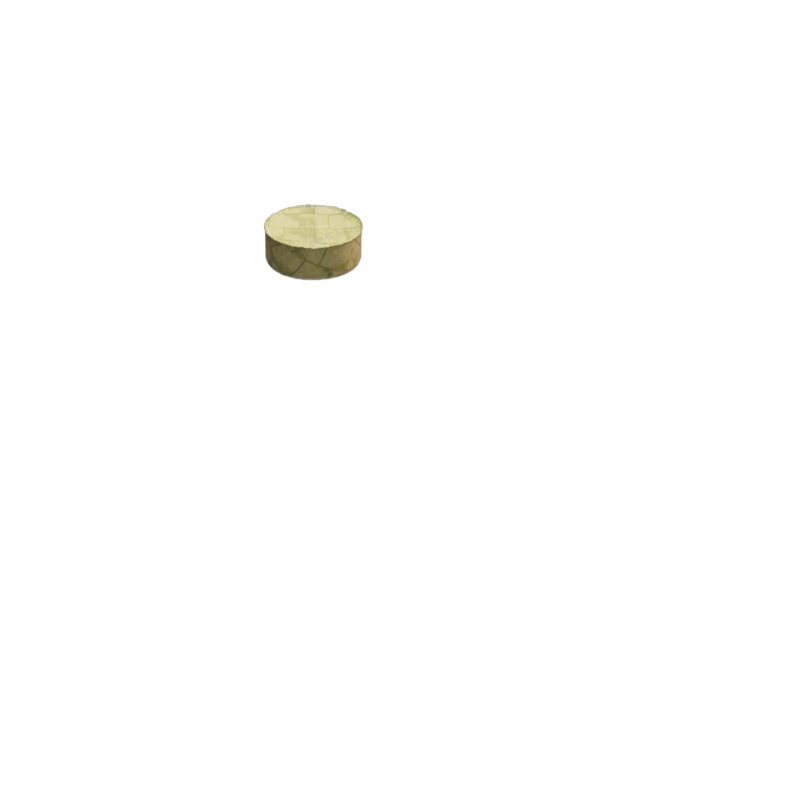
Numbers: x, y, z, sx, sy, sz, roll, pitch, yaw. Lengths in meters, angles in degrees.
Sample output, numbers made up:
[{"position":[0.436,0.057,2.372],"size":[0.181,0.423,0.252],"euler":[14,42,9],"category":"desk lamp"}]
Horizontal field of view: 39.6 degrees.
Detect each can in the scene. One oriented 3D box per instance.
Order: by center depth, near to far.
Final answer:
[{"position":[-0.076,-0.138,0.967],"size":[0.086,0.032,0.091],"euler":[-1,32,-2],"category":"can"}]
